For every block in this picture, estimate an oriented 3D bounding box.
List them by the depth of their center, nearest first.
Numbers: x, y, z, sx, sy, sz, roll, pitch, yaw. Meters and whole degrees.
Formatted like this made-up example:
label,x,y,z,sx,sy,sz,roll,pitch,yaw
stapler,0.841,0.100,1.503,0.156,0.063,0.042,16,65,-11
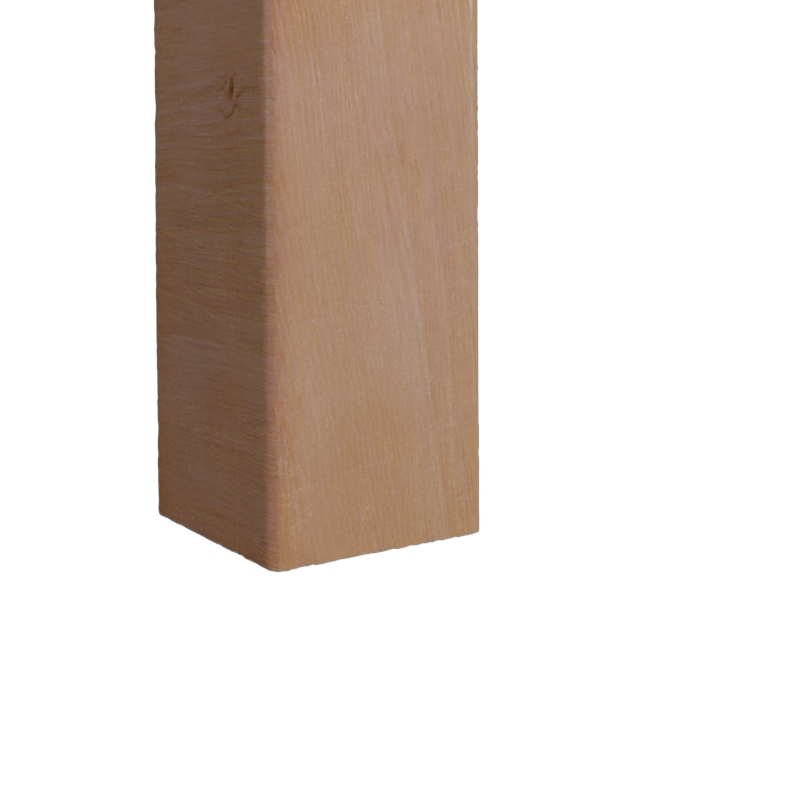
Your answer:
label,x,y,z,sx,sy,sz,roll,pitch,yaw
block,-0.033,-0.058,0.406,0.087,0.205,0.094,-2,3,-35
